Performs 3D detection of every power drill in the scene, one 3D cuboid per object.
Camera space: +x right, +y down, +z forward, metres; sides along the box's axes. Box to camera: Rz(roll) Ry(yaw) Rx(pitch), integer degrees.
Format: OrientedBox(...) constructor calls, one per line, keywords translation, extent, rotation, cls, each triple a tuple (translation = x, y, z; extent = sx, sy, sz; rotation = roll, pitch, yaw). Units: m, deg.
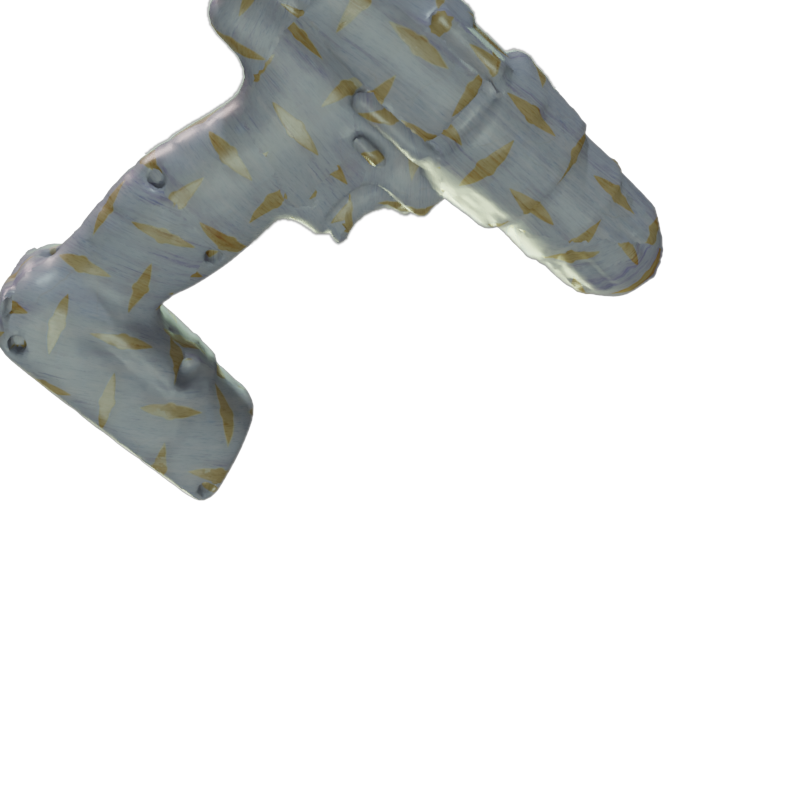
OrientedBox(translation=(-0.030, -0.054, 0.378), extent=(0.178, 0.185, 0.060), rotation=(41, 15, -14), cls="power drill")
